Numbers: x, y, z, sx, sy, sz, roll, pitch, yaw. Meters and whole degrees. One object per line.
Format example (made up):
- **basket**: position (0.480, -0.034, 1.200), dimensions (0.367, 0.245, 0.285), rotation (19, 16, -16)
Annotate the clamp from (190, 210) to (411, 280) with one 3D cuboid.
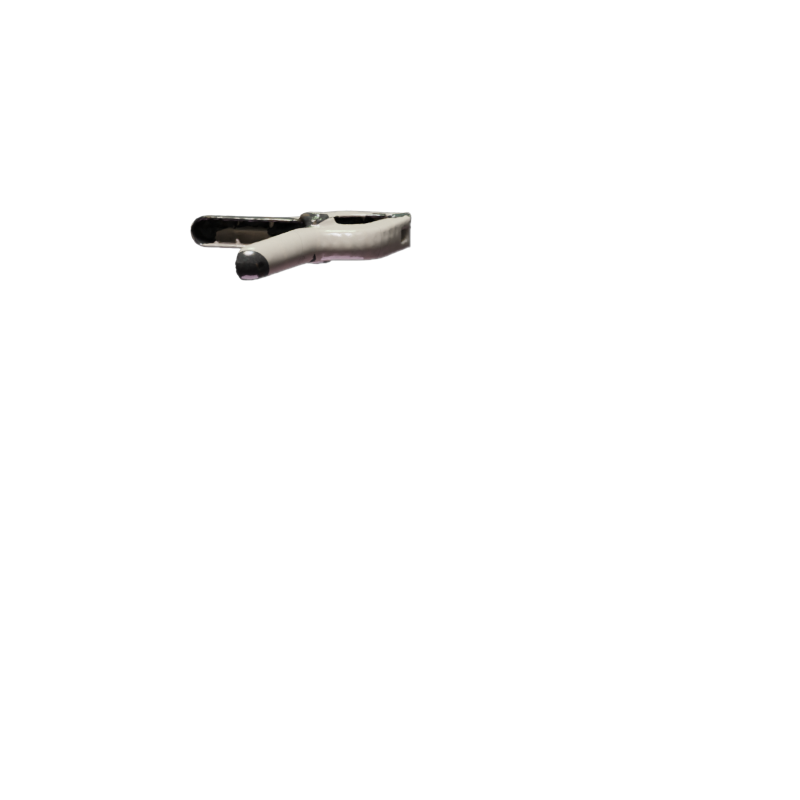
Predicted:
- **clamp**: position (-0.065, -0.119, 0.836), dimensions (0.169, 0.037, 0.128), rotation (-7, 28, -14)
